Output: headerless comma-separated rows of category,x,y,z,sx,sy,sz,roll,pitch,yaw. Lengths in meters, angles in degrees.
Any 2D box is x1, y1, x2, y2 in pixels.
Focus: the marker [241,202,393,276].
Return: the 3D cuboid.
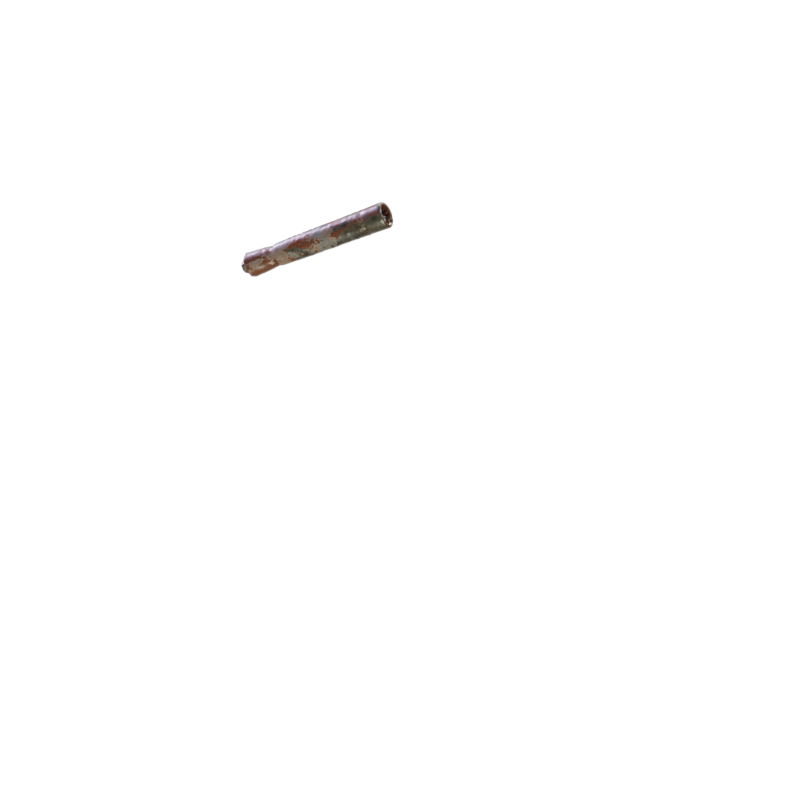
marker,-0.062,-0.112,0.786,0.122,0.020,0.019,-16,-4,27
